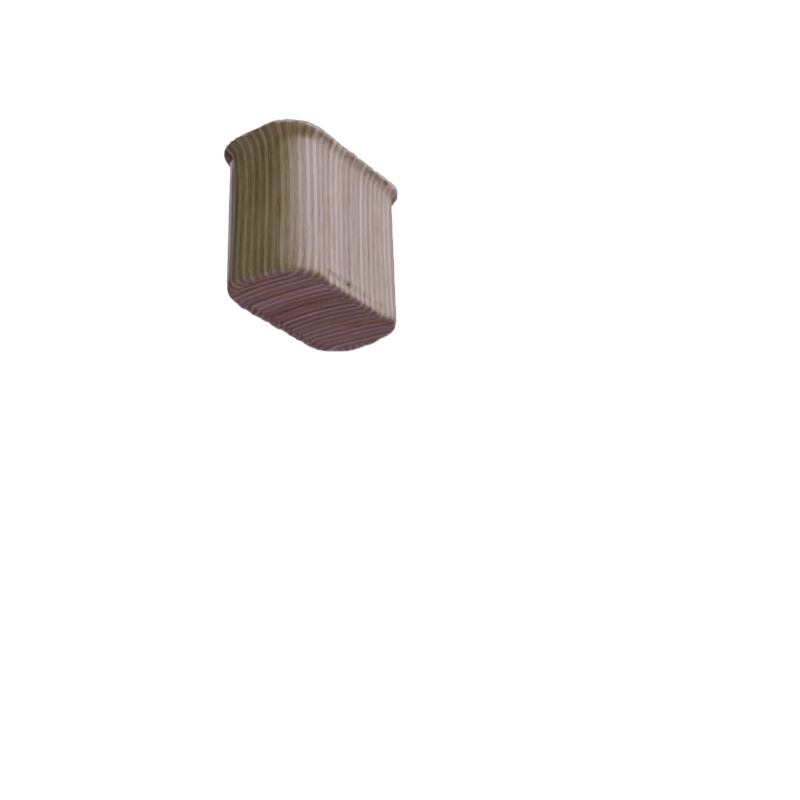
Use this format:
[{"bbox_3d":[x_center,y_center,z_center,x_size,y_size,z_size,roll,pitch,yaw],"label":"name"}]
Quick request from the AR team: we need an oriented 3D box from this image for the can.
[{"bbox_3d":[-0.045,-0.081,0.568,0.058,0.089,0.095,-19,-30,31],"label":"can"}]
